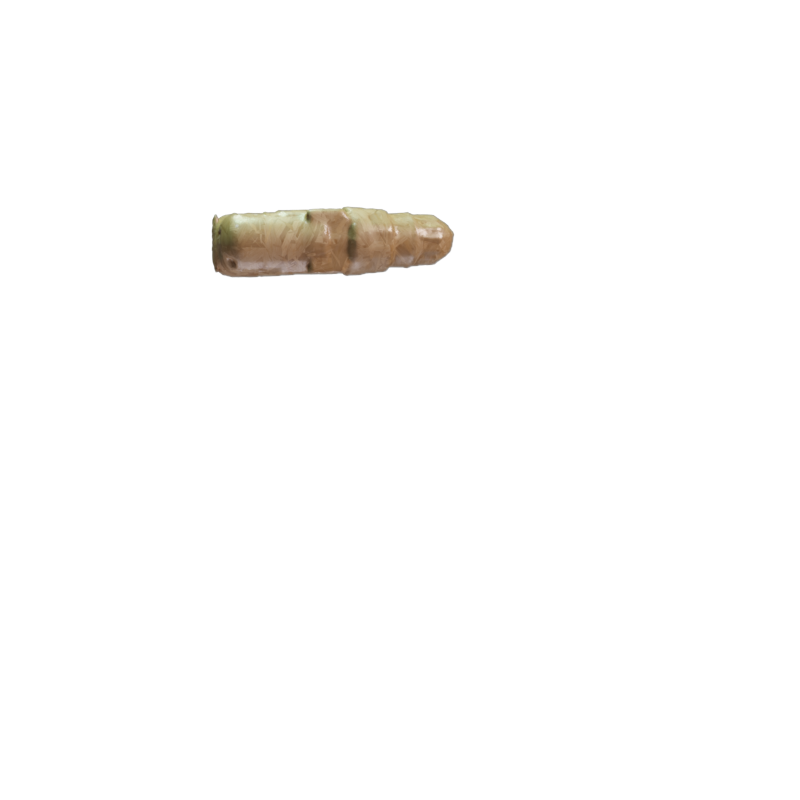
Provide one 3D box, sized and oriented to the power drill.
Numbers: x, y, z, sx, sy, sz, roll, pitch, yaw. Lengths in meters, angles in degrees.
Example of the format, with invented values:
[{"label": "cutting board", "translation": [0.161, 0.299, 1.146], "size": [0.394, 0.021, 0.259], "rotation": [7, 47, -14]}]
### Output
[{"label": "power drill", "translation": [-0.071, -0.129, 0.905], "size": [0.180, 0.057, 0.192], "rotation": [-2, 5, -18]}]
